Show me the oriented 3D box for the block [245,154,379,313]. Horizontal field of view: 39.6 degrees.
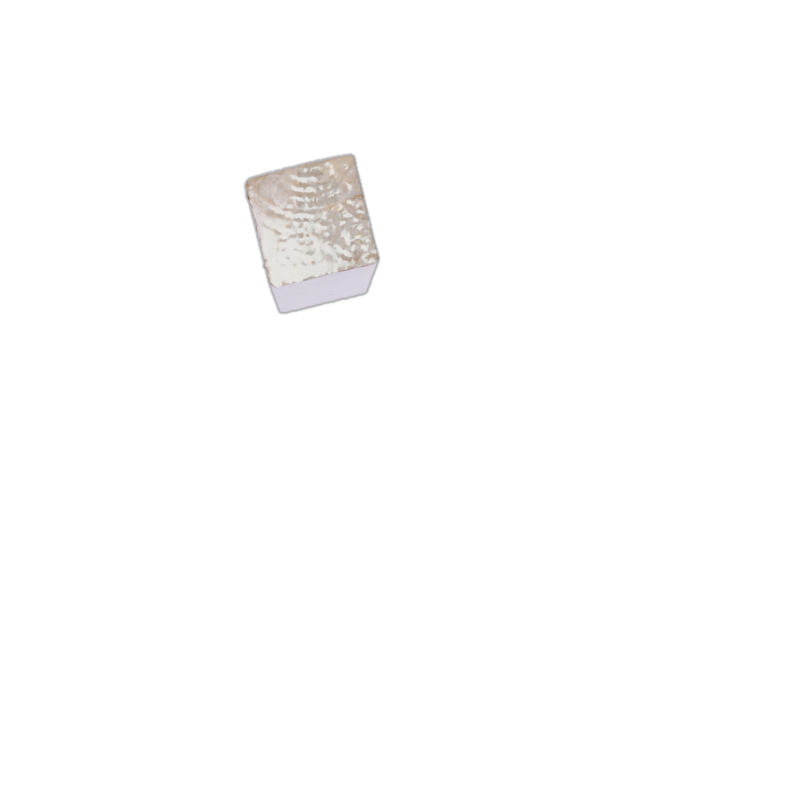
[{"bbox_3d":[-0.076,-0.137,0.957,0.090,0.092,0.204,-14,-1,-4],"label":"block"}]
